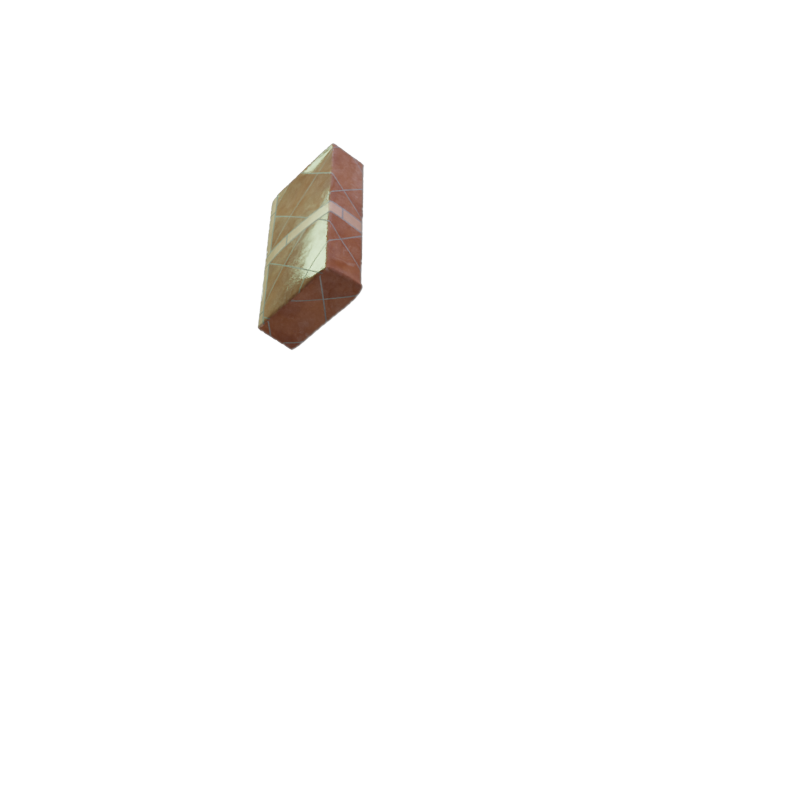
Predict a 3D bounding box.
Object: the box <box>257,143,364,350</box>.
[{"bbox_3d":[-0.076,-0.138,0.967,0.045,0.189,0.092,32,-55,-31],"label":"box"}]
